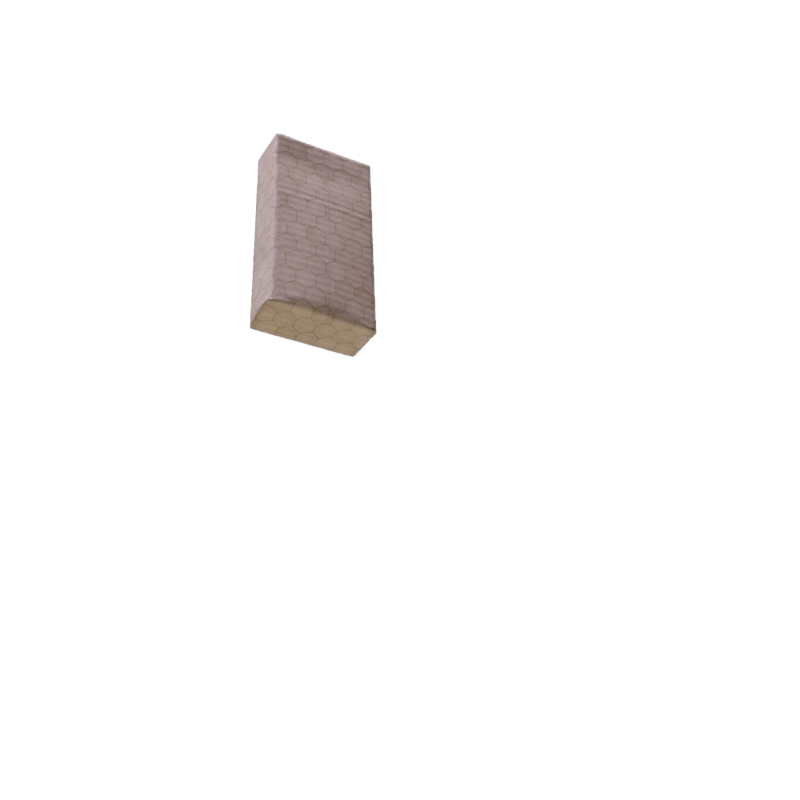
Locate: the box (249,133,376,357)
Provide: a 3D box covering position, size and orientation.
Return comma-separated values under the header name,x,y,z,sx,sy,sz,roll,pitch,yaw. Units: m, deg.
name,x,y,z,sx,sy,sz,roll,pitch,yaw
box,-0.070,-0.128,0.898,0.090,0.189,0.046,16,-42,-22
